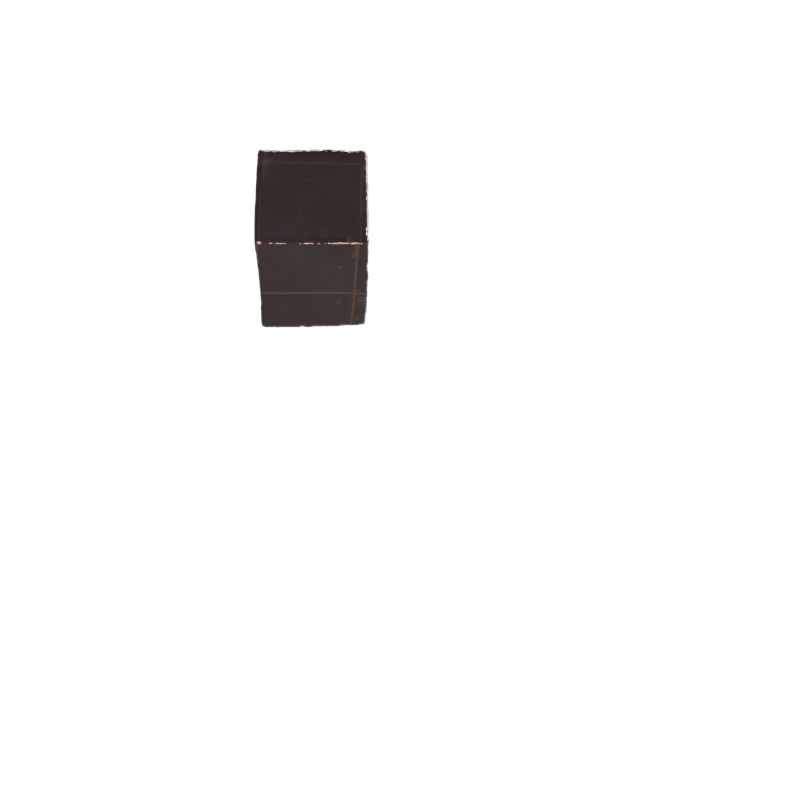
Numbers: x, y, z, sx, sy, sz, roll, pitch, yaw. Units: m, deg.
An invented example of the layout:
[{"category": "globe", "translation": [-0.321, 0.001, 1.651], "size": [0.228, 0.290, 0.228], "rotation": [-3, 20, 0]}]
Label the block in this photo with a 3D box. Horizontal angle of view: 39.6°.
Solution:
[{"category": "block", "translation": [-0.041, -0.076, 0.529], "size": [0.053, 0.055, 0.073], "rotation": [0, -29, -3]}]
